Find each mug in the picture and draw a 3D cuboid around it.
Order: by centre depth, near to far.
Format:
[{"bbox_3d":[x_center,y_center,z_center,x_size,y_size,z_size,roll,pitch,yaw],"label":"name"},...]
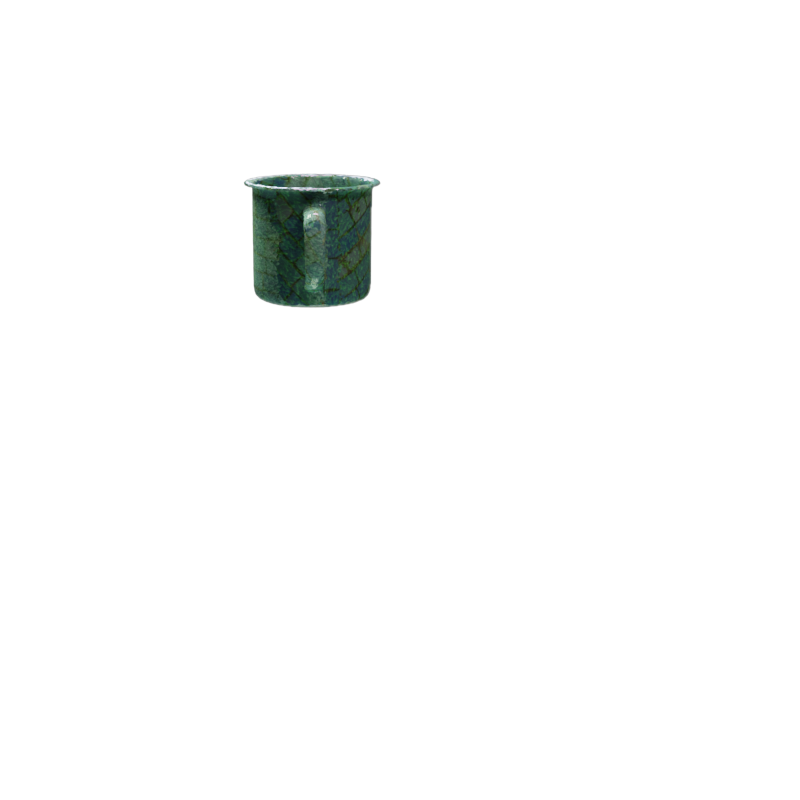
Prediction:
[{"bbox_3d":[-0.059,-0.108,0.753,0.092,0.079,0.122,-1,15,-7],"label":"mug"}]
